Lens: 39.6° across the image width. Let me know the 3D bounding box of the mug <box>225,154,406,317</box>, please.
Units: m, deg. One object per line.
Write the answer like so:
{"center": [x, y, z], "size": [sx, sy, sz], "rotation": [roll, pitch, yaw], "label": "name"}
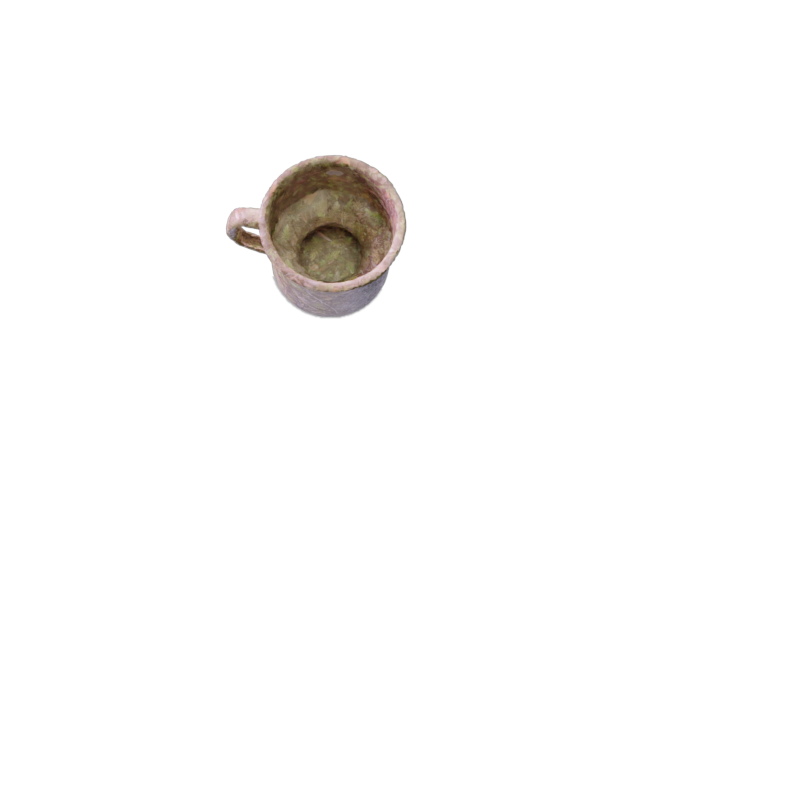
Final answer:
{"center": [-0.057, -0.105, 0.734], "size": [0.117, 0.097, 0.078], "rotation": [7, -17, 1], "label": "mug"}
